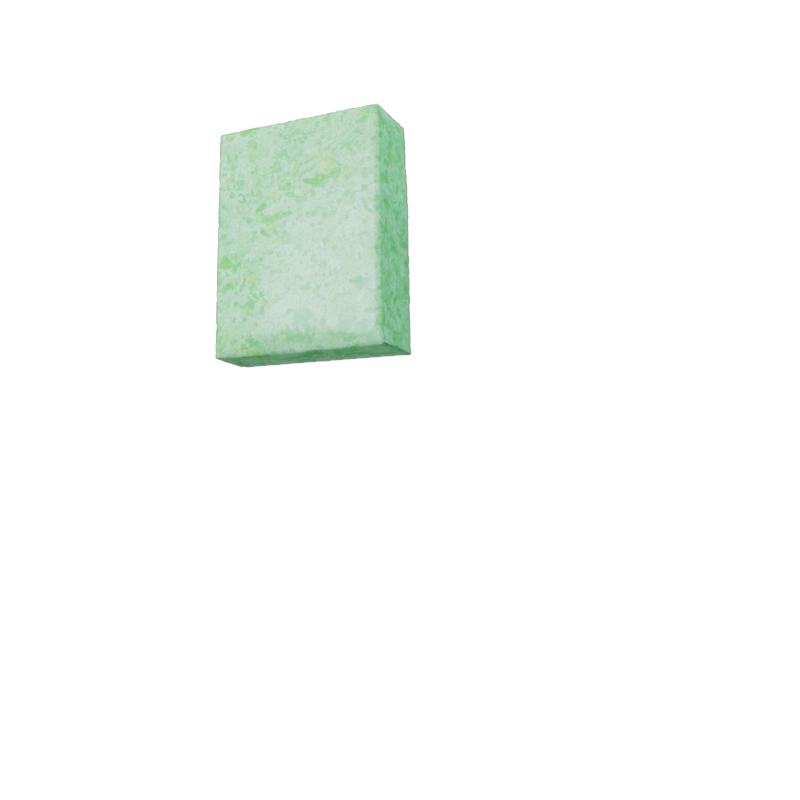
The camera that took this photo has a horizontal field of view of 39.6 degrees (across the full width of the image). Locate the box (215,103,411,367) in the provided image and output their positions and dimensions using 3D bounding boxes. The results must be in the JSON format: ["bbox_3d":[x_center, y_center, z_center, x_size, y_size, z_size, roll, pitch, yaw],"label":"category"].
[{"bbox_3d":[-0.078,-0.142,0.993,0.168,0.222,0.068,-7,-16,24],"label":"box"}]
